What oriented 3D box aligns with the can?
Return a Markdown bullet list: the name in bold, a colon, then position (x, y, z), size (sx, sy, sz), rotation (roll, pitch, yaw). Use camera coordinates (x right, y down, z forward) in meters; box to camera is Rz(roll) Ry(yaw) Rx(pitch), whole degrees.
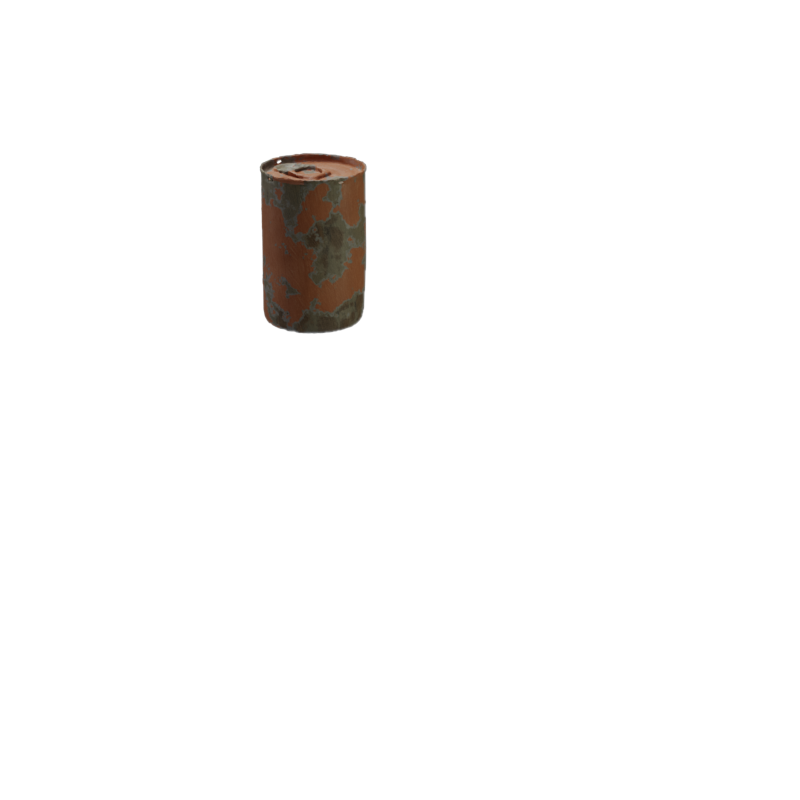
- **can**: position (-0.056, -0.102, 0.717), size (0.068, 0.098, 0.072), rotation (0, 22, -2)
